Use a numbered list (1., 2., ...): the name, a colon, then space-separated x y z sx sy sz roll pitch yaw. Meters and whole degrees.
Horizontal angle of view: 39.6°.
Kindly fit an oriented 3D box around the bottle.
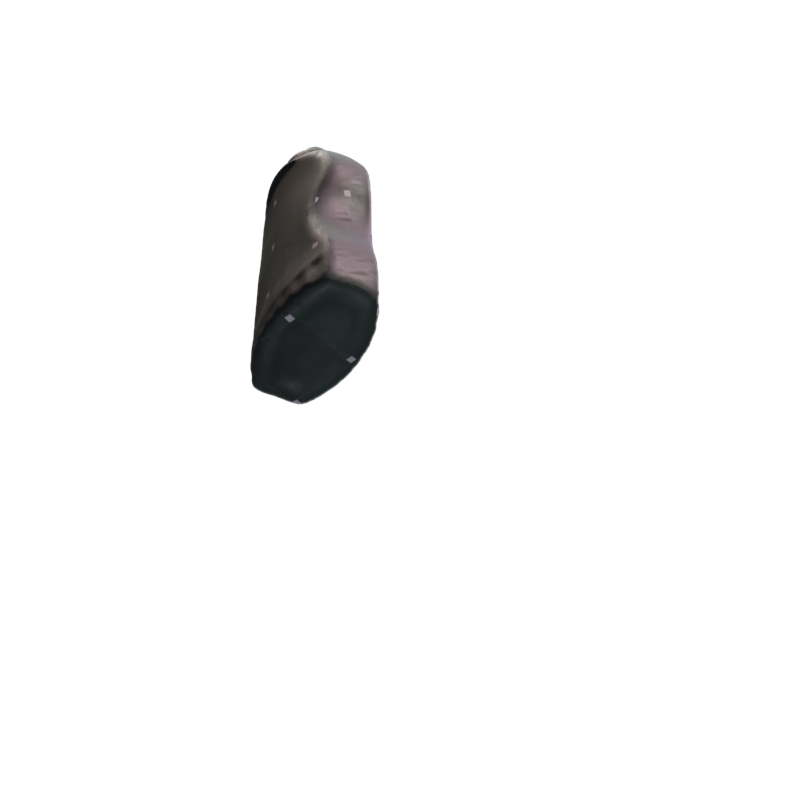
1. bottle: -0.052 -0.095 0.670 0.056 0.093 0.206 20 37 -20
